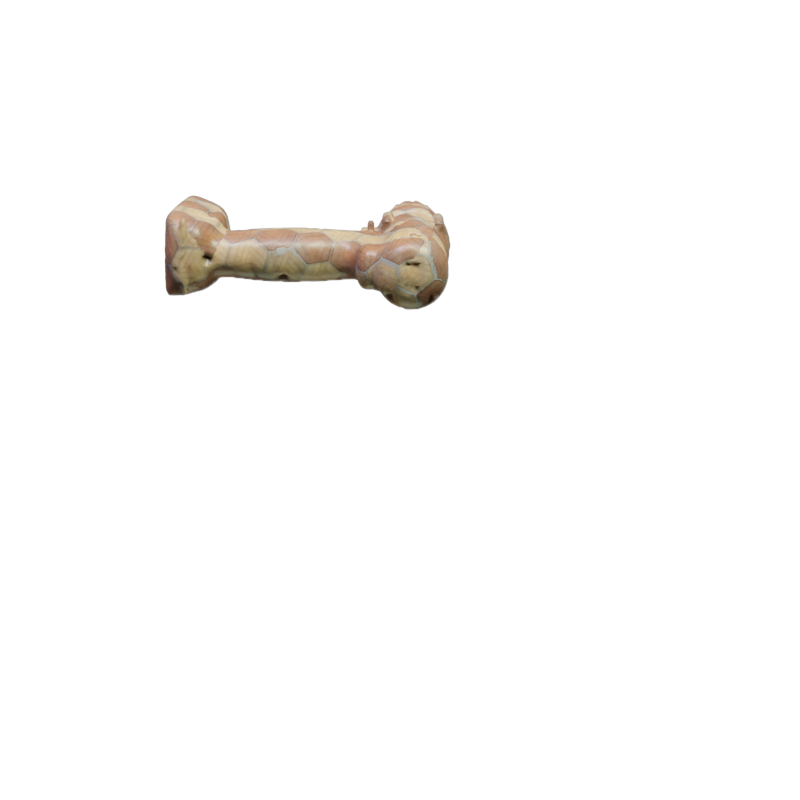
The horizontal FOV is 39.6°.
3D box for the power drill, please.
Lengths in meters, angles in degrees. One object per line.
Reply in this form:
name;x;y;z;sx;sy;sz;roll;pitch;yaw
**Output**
power drill;-0.060;-0.109;0.762;0.188;0.056;0.190;1;17;2
